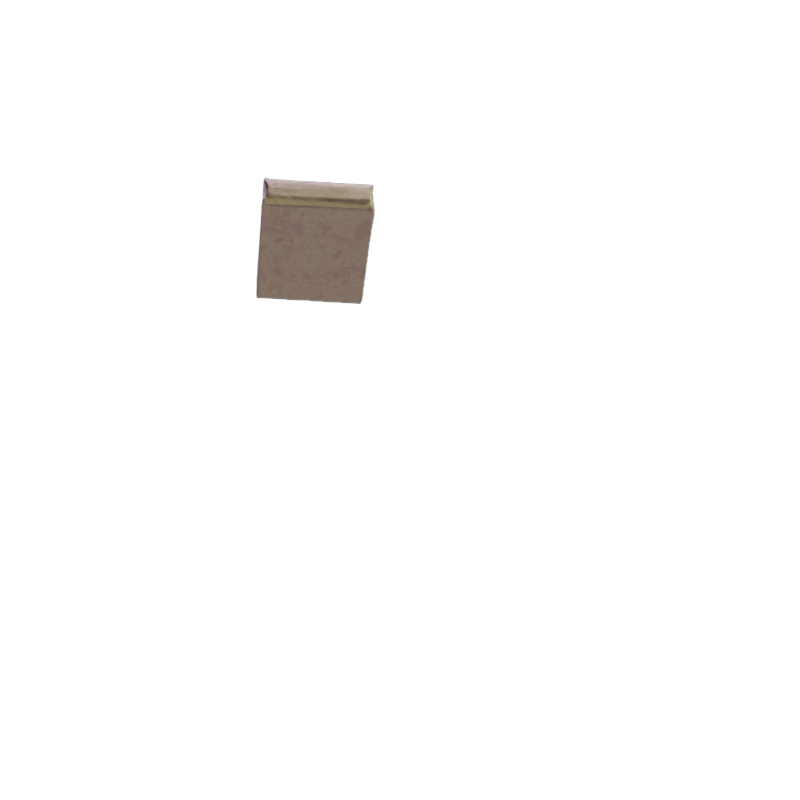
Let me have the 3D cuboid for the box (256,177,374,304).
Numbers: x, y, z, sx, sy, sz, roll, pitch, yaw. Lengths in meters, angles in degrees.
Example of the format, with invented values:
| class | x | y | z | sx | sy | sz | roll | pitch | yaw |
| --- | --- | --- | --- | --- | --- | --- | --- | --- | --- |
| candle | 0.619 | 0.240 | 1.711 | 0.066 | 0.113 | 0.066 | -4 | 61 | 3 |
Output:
| class | x | y | z | sx | sy | sz | roll | pitch | yaw |
| --- | --- | --- | --- | --- | --- | --- | --- | --- | --- |
| box | -0.058 | -0.106 | 0.740 | 0.073 | 0.032 | 0.083 | 4 | -44 | -5 |
